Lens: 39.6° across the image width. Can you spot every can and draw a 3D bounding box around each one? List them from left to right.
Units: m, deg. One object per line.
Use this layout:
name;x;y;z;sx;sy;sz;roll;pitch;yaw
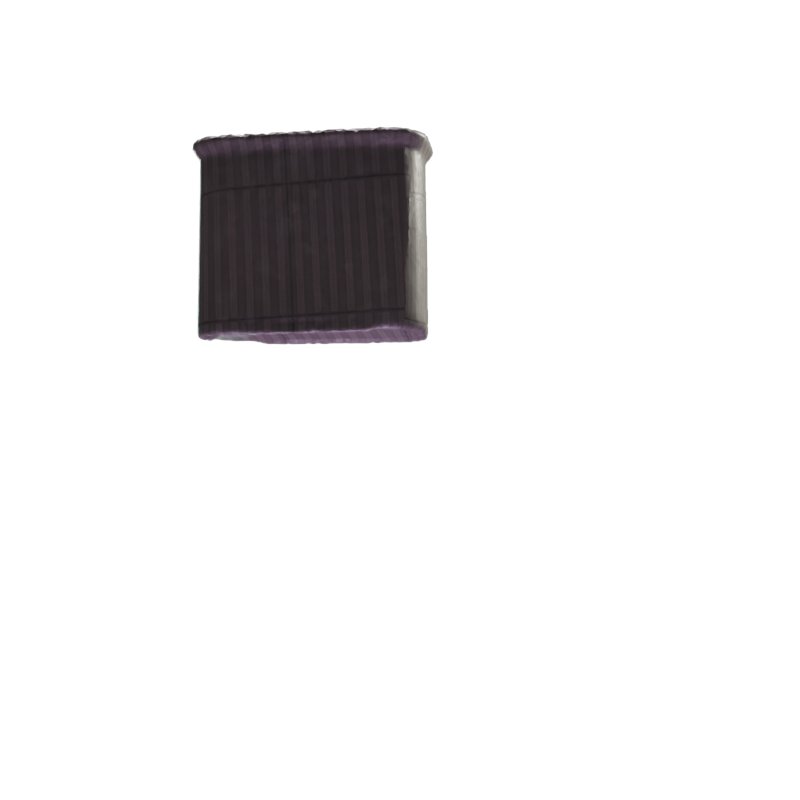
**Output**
can;-0.037;-0.068;0.475;0.103;0.086;0.056;-1;-8;10
